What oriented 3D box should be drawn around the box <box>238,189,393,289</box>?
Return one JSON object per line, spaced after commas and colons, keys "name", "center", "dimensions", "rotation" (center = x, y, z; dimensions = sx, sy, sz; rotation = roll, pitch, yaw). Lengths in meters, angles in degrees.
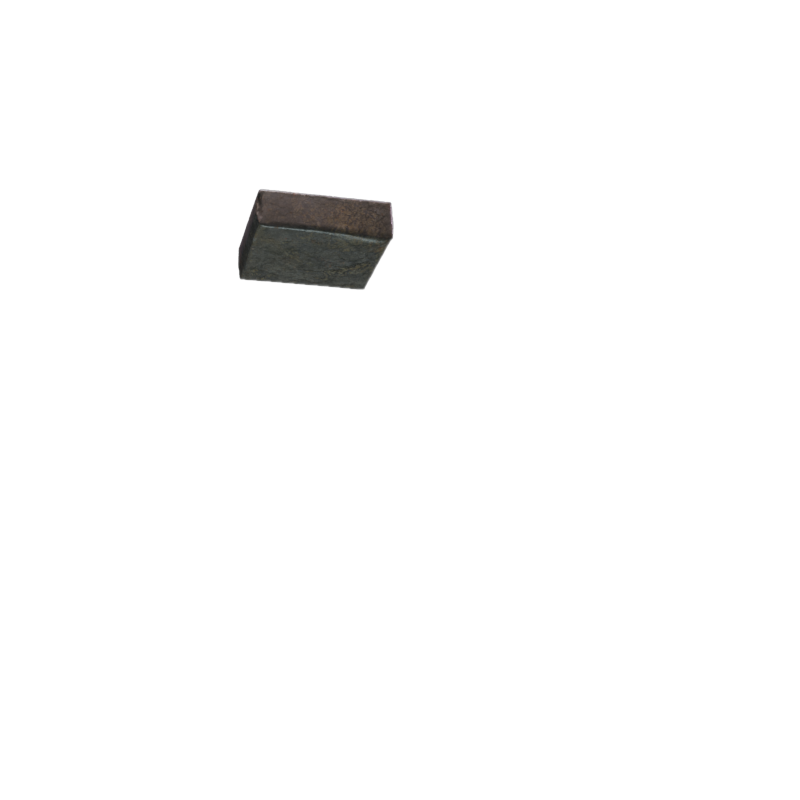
{"name": "box", "center": [-0.071, -0.130, 0.912], "dimensions": [0.111, 0.041, 0.086], "rotation": [6, -26, -14]}
